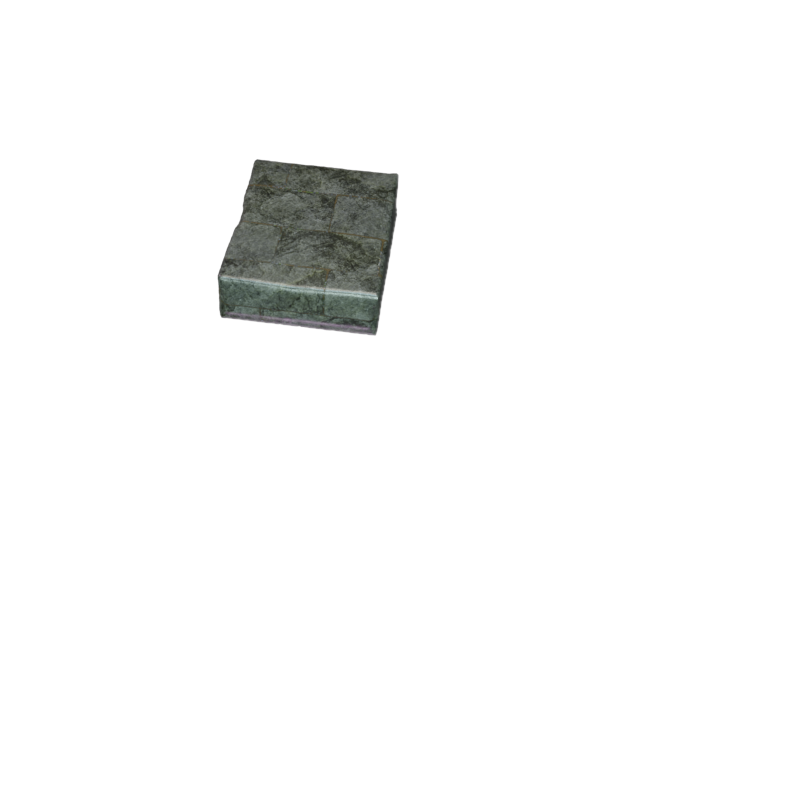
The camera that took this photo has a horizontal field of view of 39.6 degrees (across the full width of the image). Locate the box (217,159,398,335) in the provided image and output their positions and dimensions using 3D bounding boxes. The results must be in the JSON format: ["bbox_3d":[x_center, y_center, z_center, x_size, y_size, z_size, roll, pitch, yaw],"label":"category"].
[{"bbox_3d":[-0.041,-0.075,0.525,0.074,0.095,0.028,6,-43,5],"label":"box"}]
